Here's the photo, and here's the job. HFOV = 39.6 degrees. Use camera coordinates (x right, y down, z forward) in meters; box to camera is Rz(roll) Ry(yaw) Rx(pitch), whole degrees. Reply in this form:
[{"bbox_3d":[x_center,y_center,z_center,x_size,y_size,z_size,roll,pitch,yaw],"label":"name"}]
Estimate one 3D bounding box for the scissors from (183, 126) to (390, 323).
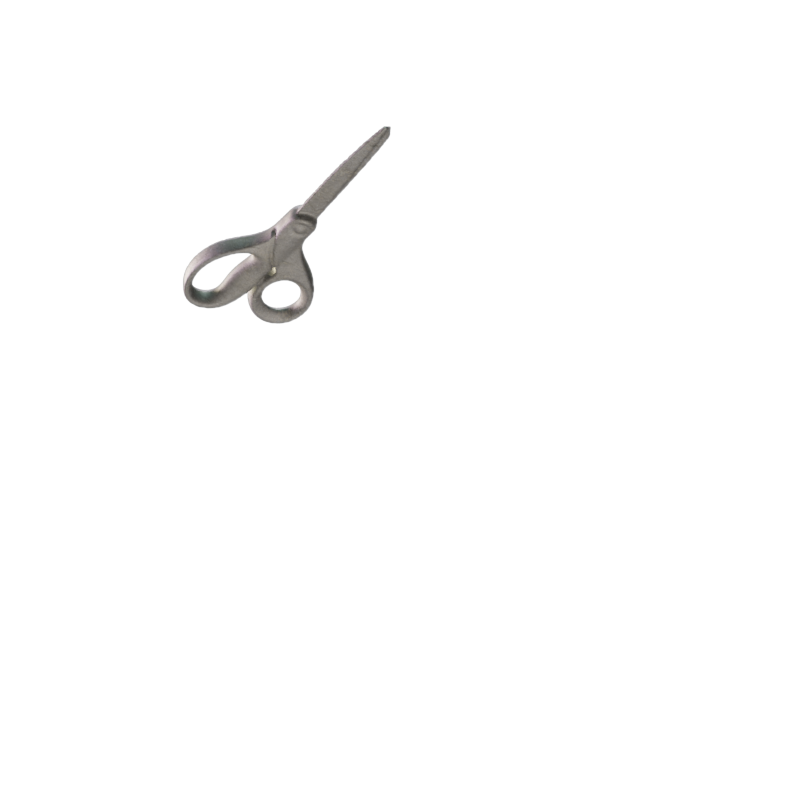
[{"bbox_3d":[-0.056,-0.102,0.714,0.202,0.017,0.090,-25,-42,32],"label":"scissors"}]
